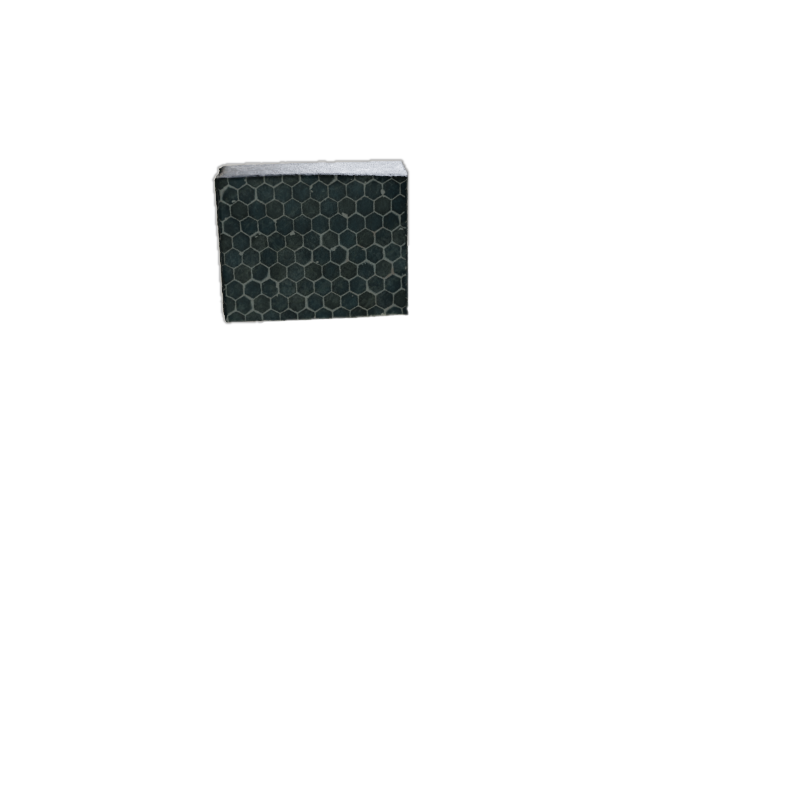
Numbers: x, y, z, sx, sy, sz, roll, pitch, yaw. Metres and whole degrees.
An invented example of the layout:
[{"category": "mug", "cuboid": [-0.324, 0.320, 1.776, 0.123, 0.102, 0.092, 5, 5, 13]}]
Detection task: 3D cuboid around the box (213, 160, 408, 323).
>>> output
[{"category": "box", "cuboid": [-0.052, -0.094, 0.659, 0.113, 0.086, 0.040, -1, 18, 0]}]
